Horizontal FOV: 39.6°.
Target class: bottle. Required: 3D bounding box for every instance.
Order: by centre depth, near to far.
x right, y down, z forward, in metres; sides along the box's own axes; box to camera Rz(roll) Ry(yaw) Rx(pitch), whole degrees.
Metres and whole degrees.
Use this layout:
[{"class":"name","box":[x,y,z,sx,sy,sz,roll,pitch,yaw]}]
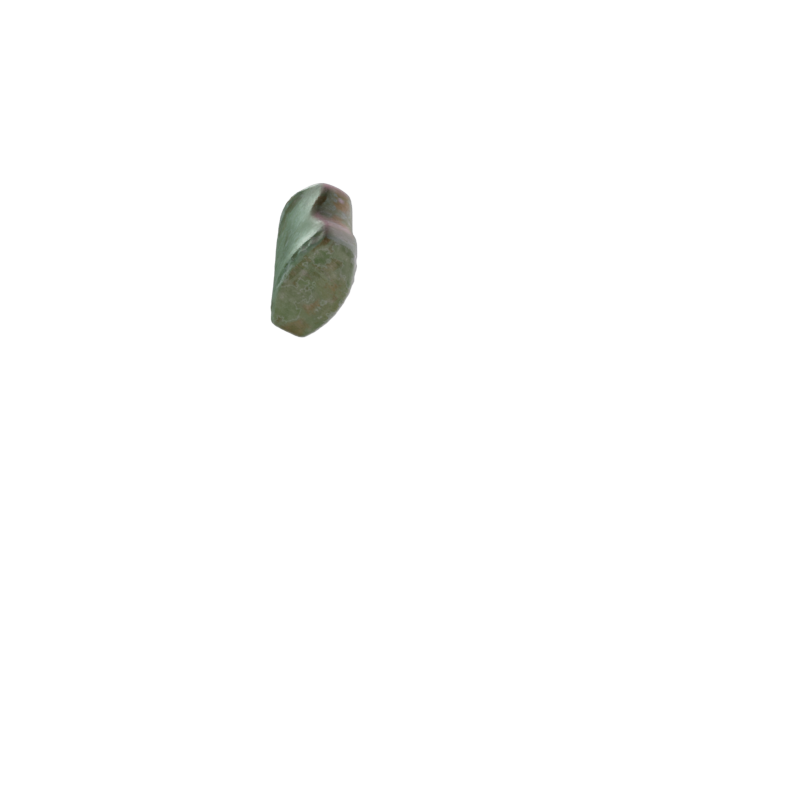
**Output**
[{"class":"bottle","box":[-0.078,-0.143,0.997,0.056,0.093,0.204,25,27,-18]}]
